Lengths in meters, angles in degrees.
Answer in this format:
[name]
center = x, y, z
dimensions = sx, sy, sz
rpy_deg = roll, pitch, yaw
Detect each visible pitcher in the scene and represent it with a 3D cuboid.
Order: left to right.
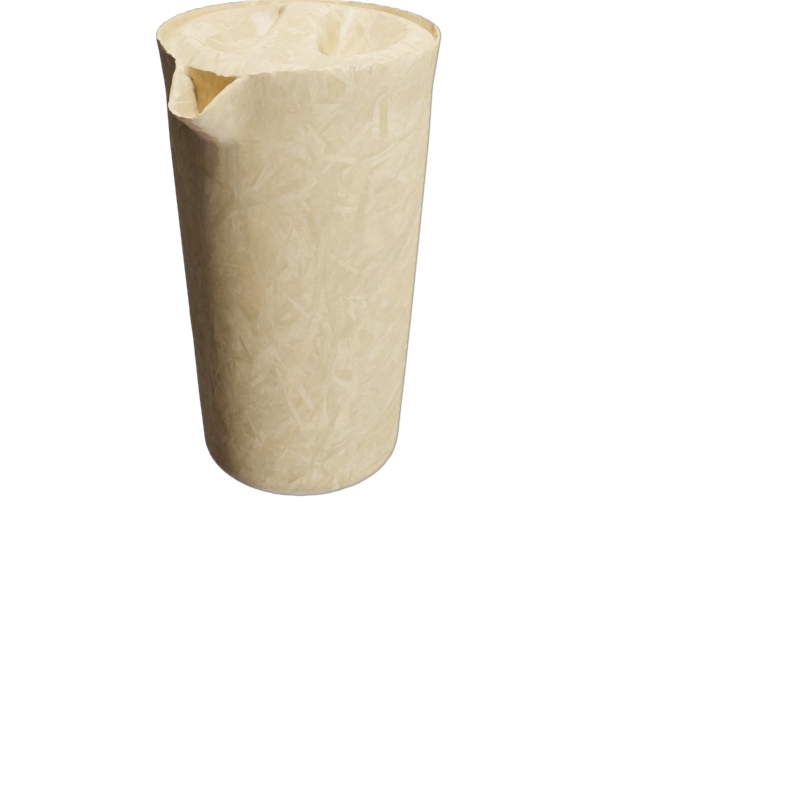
[pitcher]
center = -0.045, -0.082, 0.576
dimensions = 0.147, 0.229, 0.155
rpy_deg = -5, 29, -12
